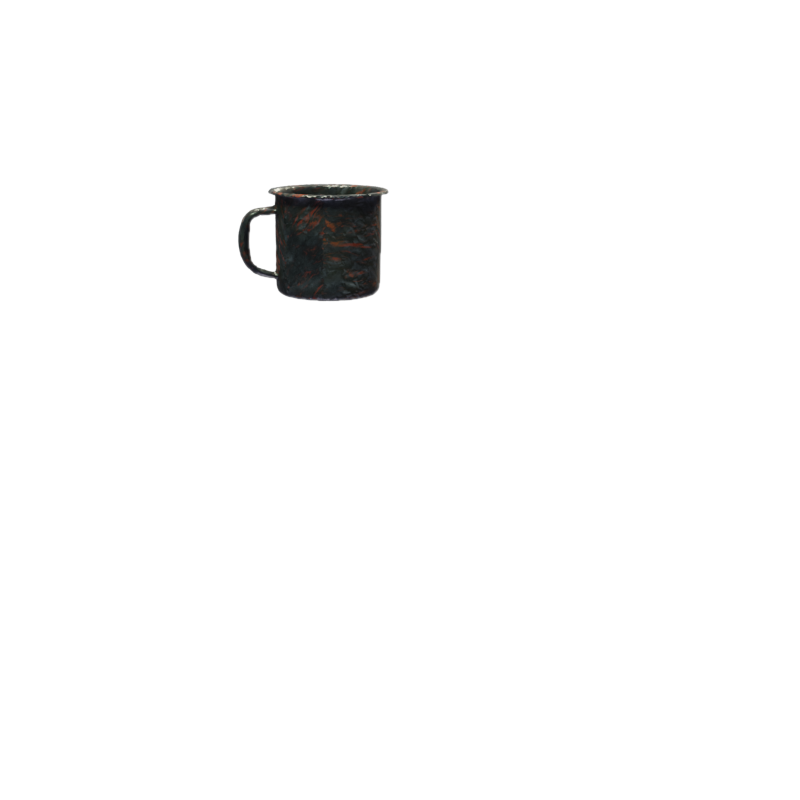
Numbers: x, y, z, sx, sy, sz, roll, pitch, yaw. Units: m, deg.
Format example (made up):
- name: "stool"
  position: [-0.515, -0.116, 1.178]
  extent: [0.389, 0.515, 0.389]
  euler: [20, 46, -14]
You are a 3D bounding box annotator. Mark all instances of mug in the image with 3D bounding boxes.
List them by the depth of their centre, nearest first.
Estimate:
- name: "mug"
  position: [-0.067, -0.123, 0.860]
  extent: [0.115, 0.080, 0.097]
  euler: [-4, 14, -16]
